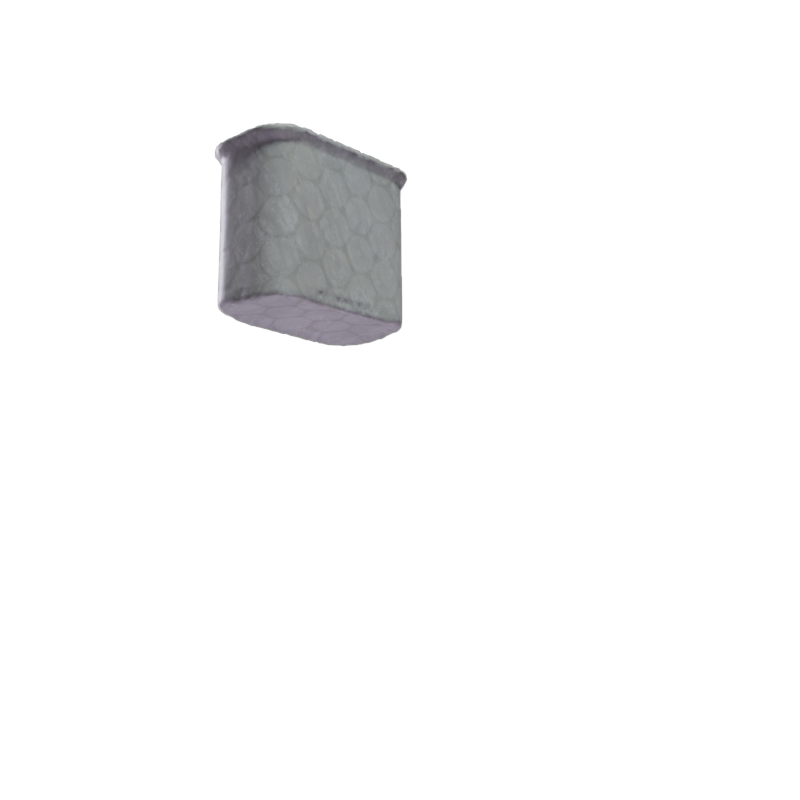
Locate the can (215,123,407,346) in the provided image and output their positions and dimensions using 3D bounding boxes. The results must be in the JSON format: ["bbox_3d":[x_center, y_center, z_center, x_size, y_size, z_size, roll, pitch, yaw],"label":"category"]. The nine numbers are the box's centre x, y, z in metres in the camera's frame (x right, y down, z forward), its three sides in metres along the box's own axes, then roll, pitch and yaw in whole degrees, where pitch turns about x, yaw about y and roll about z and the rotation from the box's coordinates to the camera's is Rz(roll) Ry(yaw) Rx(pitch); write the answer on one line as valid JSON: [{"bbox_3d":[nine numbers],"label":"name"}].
[{"bbox_3d":[-0.043,-0.078,0.547,0.058,0.087,0.096,-16,-21,41],"label":"can"}]
